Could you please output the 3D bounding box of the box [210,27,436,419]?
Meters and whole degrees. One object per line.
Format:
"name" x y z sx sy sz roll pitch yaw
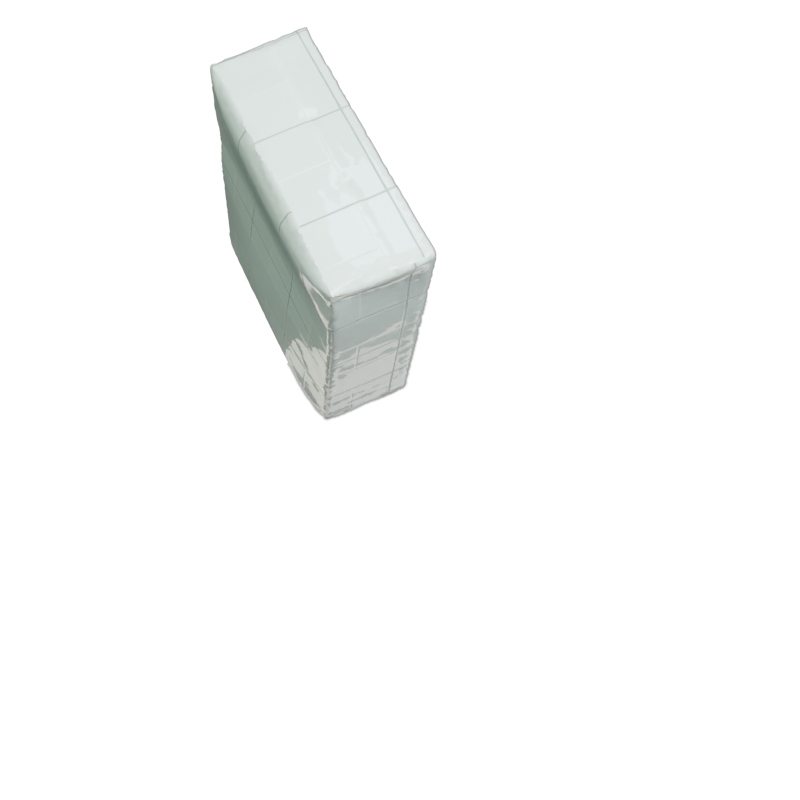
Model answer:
"box" -0.054 -0.099 0.694 0.072 0.173 0.203 -24 -19 -12
